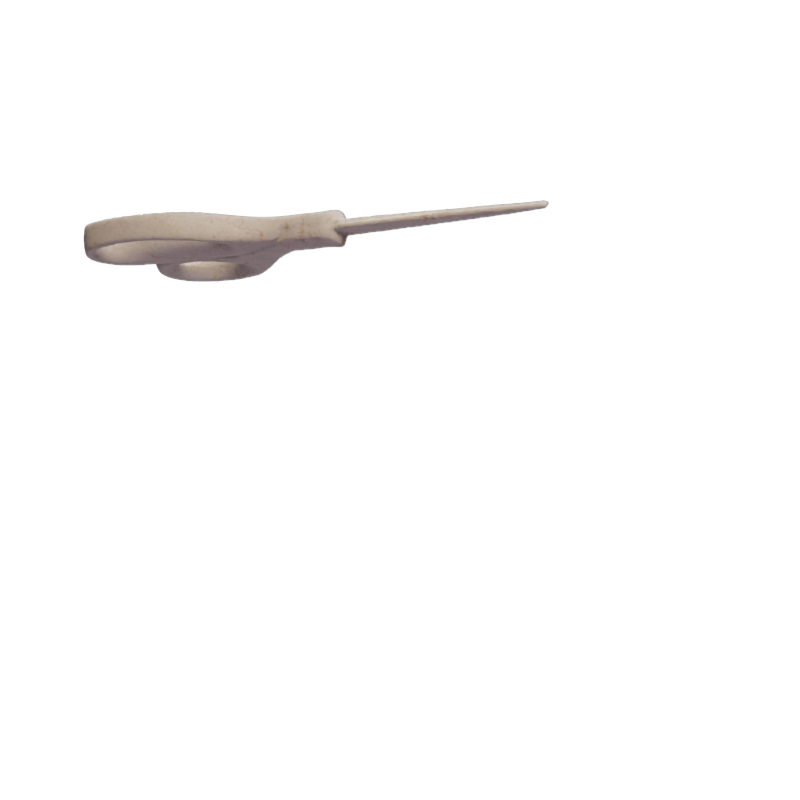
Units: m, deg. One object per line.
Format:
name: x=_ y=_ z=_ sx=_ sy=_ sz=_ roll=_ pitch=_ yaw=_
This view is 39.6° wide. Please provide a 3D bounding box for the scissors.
scissors: x=-0.039 y=-0.071 z=0.495 sx=0.204 sy=0.016 sz=0.093 roll=-1 pitch=-6 yaw=8
